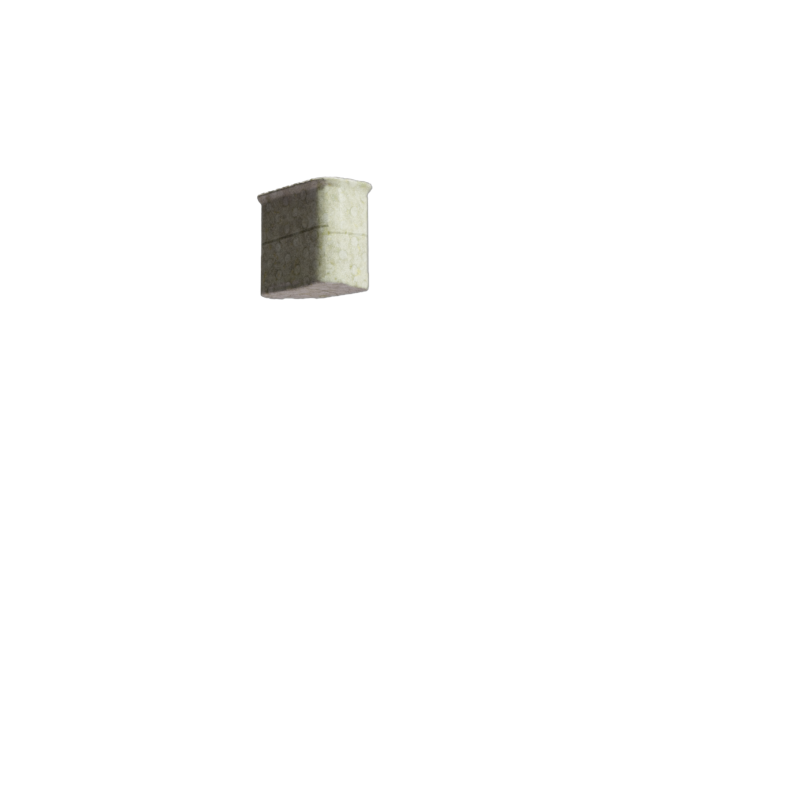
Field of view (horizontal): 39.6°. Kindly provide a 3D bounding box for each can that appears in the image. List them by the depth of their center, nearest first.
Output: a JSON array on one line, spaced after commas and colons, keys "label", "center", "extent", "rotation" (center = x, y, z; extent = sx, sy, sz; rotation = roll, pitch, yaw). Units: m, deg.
[{"label": "can", "center": [-0.069, -0.126, 0.882], "extent": [0.055, 0.086, 0.105], "rotation": [6, -8, -41]}]
